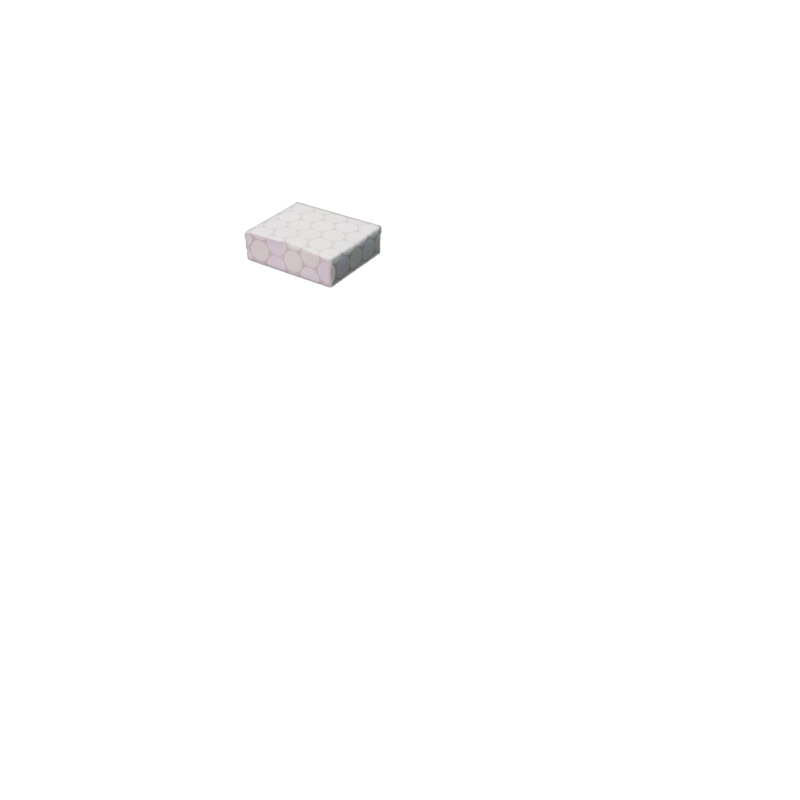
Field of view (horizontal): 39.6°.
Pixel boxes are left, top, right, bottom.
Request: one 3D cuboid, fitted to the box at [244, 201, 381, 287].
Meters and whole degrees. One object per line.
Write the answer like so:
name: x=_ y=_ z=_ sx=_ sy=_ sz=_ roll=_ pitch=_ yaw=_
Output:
box: x=-0.072 y=-0.131 z=0.916 sx=0.094 sy=0.028 sz=0.074 roll=20 pitch=37 yaw=28
